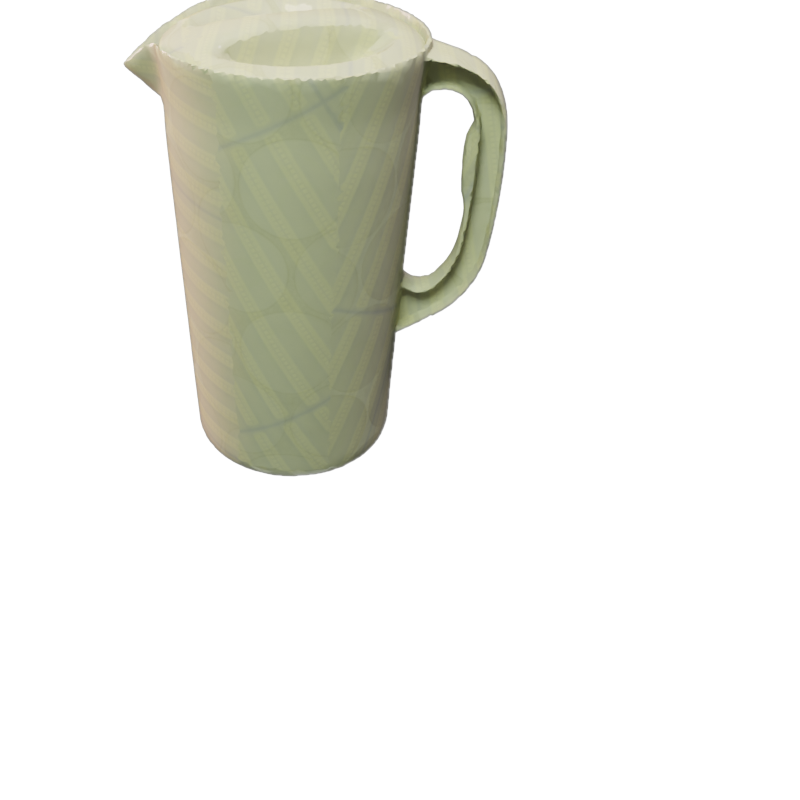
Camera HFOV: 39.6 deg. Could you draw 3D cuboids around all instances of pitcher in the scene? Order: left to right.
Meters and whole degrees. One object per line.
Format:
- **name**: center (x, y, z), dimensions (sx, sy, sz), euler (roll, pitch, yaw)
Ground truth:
- **pitcher**: center (-0.046, -0.083, 0.582), dimensions (0.144, 0.228, 0.160), euler (-23, 40, -34)
